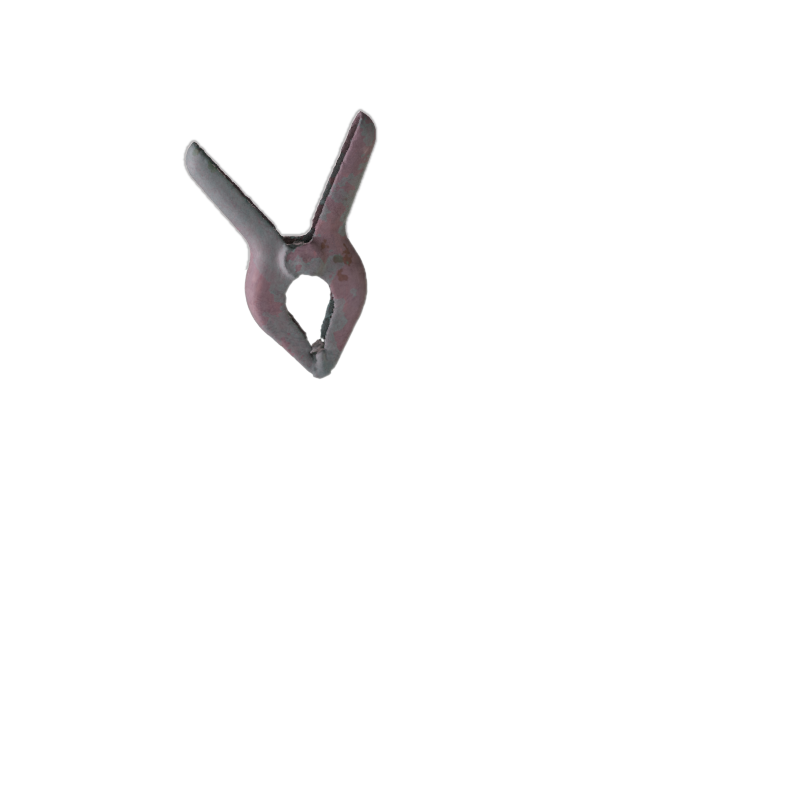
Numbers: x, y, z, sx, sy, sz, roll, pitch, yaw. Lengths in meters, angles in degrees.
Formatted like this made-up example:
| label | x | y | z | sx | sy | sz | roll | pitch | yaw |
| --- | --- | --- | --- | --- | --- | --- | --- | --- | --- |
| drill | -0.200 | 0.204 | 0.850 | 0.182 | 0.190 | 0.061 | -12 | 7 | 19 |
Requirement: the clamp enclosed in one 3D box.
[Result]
| label | x | y | z | sx | sy | sz | roll | pitch | yaw |
| --- | --- | --- | --- | --- | --- | --- | --- | --- | --- |
| clamp | -0.056 | -0.101 | 0.711 | 0.120 | 0.164 | 0.041 | -17 | 18 | 5 |
